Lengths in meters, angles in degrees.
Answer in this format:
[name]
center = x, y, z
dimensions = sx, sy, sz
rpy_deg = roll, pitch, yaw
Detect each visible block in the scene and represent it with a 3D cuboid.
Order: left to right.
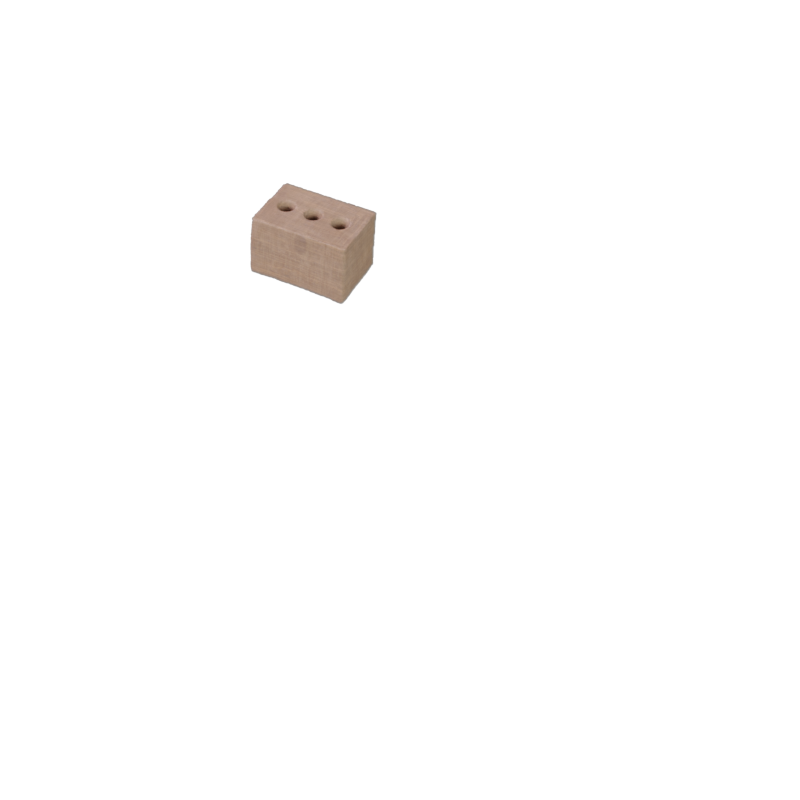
[block]
center = -0.063, -0.115, 0.805
dimensions = 0.081, 0.048, 0.054
rpy_deg = 20, 46, 19
